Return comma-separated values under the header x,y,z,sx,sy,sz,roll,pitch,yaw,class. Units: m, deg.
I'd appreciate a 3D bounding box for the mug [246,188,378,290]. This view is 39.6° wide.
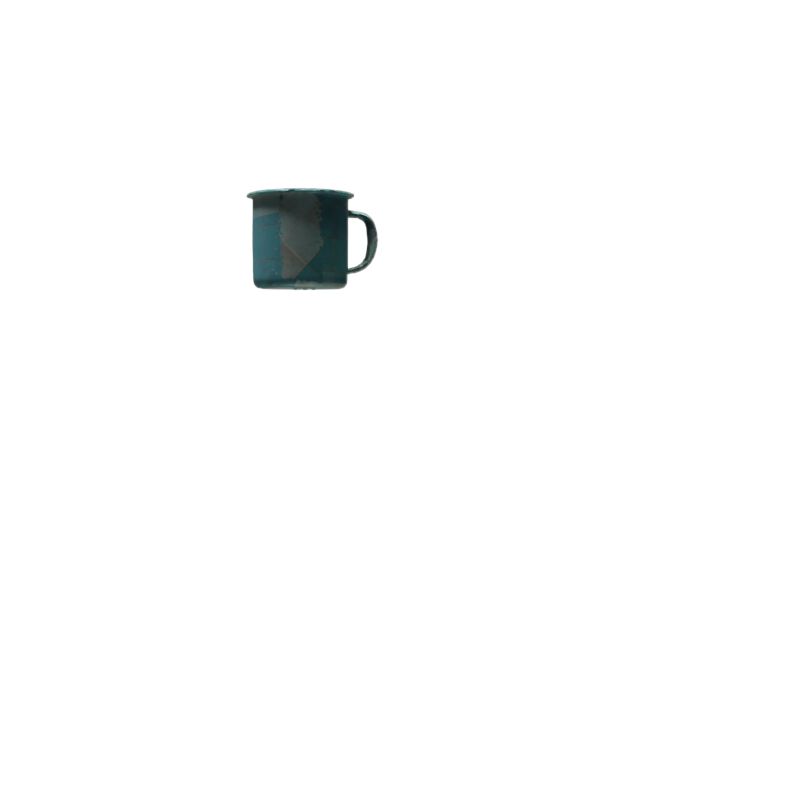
x,y,z,sx,sy,sz,roll,pitch,yaw,class
-0.075,-0.137,0.956,0.114,0.082,0.096,-1,1,-23,mug
